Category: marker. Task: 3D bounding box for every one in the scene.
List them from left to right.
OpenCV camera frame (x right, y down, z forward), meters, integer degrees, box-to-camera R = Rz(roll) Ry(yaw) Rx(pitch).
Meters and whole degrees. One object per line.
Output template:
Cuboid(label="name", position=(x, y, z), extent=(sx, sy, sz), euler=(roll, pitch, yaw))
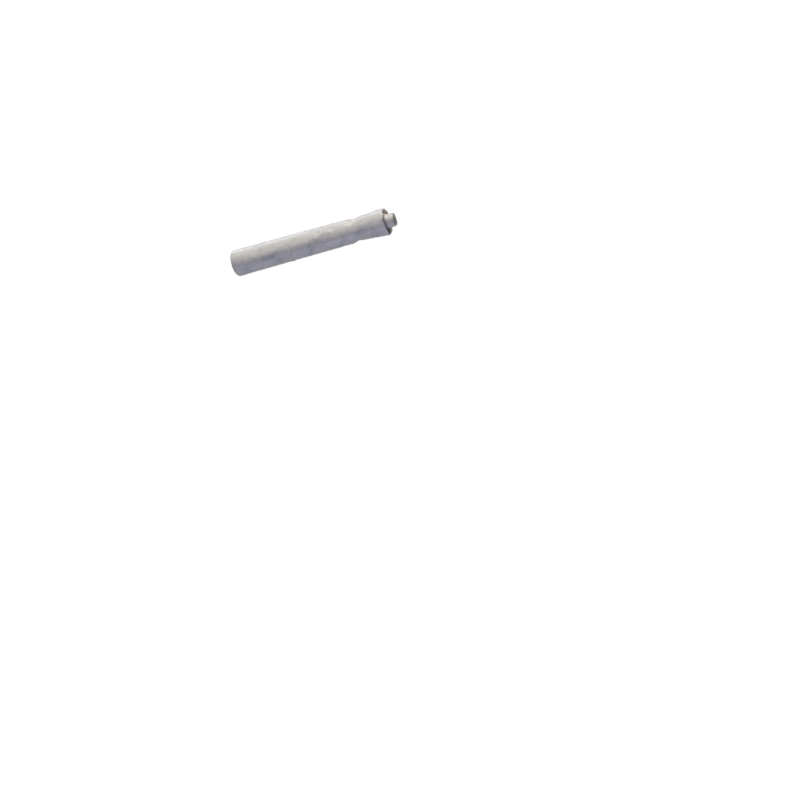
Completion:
Cuboid(label="marker", position=(-0.060, -0.109, 0.764), extent=(0.122, 0.020, 0.019), euler=(-13, 0, 20))
